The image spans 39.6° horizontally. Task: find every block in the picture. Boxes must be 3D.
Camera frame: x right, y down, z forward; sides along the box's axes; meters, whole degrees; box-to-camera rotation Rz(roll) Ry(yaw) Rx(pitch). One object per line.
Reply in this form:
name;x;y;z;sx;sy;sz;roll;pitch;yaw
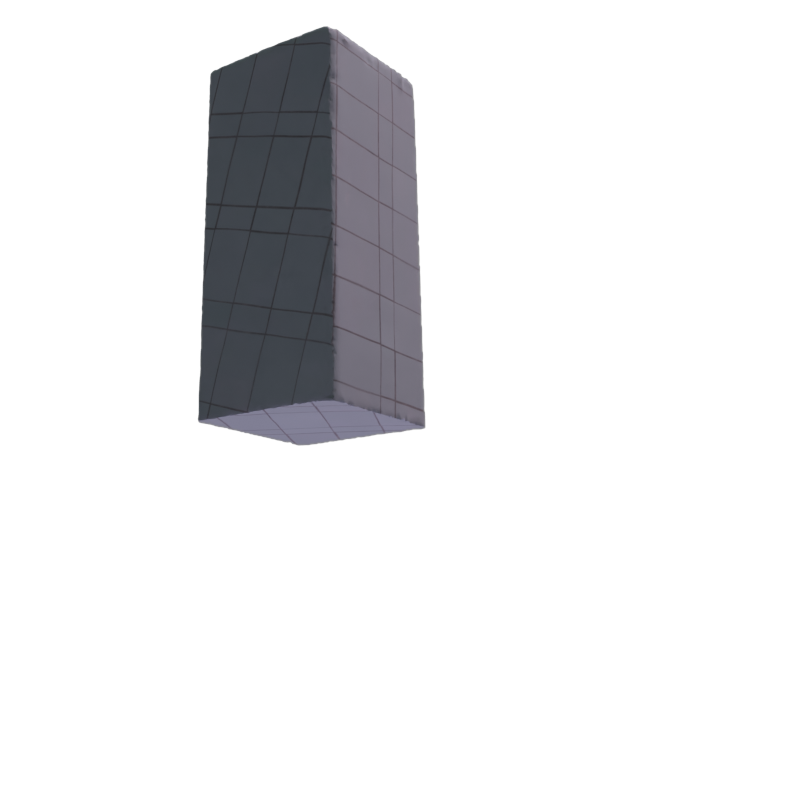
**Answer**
block;-0.048;-0.089;0.619;0.092;0.216;0.085;-14;-22;33
